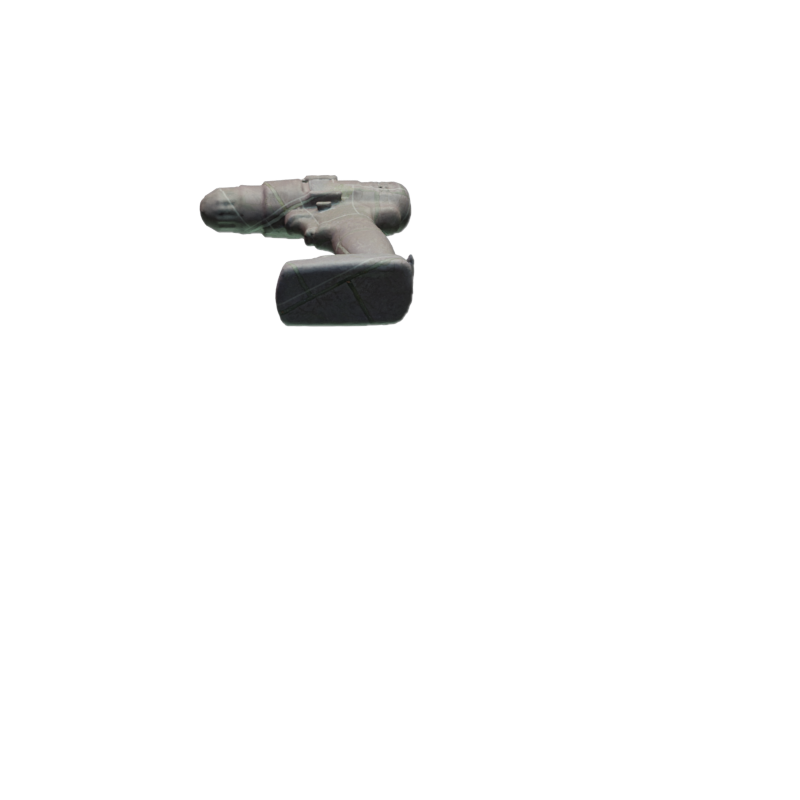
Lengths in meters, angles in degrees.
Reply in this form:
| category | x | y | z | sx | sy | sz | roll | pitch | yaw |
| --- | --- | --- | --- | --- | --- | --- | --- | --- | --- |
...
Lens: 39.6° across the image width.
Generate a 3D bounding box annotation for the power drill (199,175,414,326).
| category | x | y | z | sx | sy | sz | roll | pitch | yaw |
| --- | --- | --- | --- | --- | --- | --- | --- | --- | --- |
| power drill | -0.071 | -0.130 | 0.909 | 0.183 | 0.054 | 0.201 | -4 | 34 | -6 |
